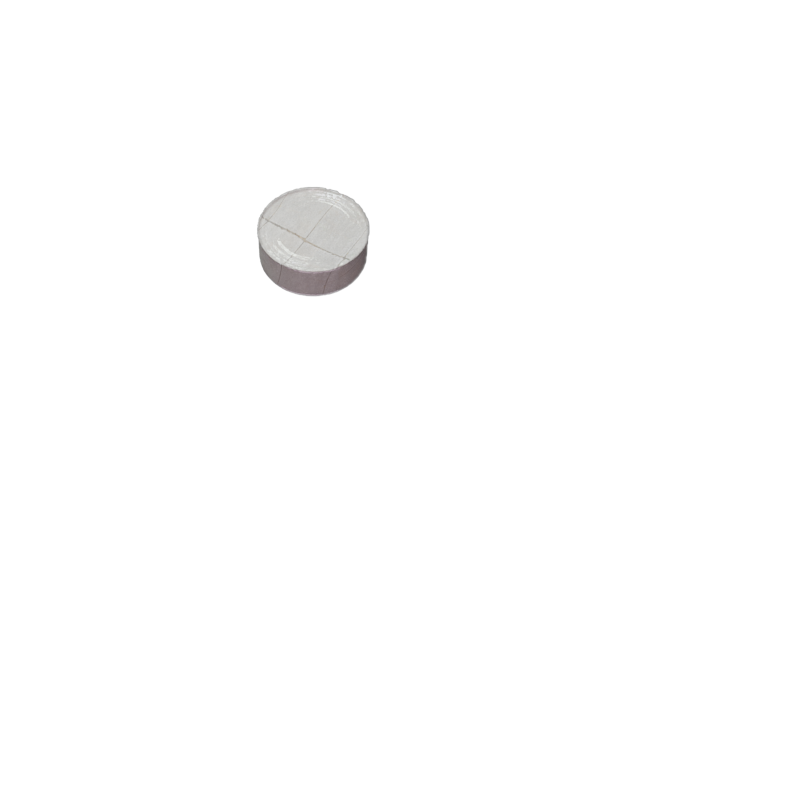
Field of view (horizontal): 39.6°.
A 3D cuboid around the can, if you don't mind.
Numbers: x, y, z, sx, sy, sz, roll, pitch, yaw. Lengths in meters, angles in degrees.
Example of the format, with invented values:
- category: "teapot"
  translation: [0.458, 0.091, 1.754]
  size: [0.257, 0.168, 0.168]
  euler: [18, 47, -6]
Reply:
- category: "can"
  translation: [-0.067, -0.122, 0.855]
  size: [0.086, 0.092, 0.031]
  euler: [-1, -37, -1]
